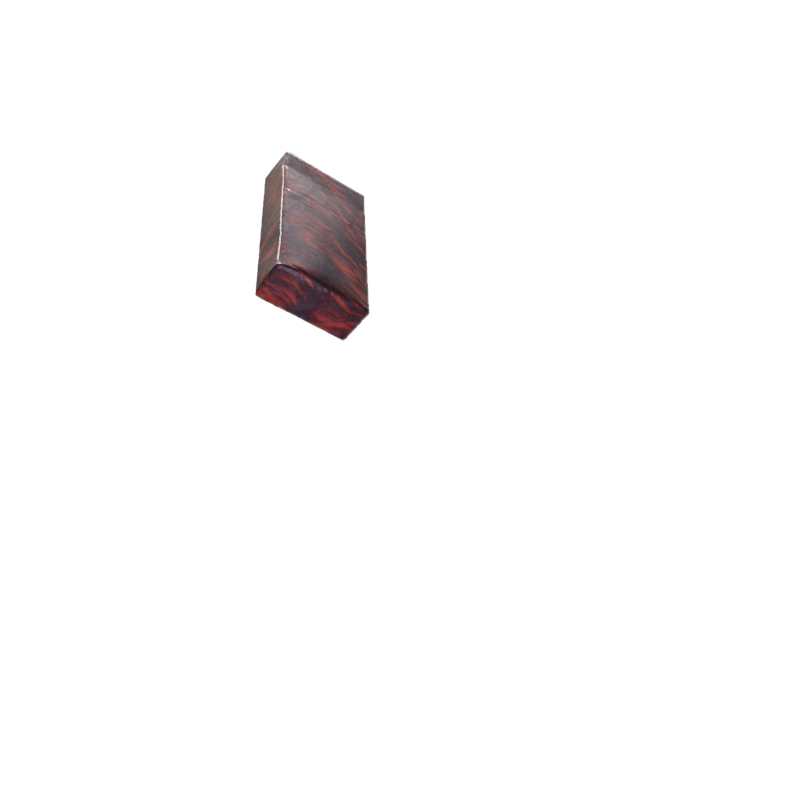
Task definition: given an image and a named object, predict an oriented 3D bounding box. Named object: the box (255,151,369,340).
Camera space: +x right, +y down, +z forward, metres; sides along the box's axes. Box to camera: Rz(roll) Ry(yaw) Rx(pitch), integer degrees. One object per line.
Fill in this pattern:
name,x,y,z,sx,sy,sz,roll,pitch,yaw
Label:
box,-0.077,-0.141,0.988,0.089,0.047,0.189,27,33,-23
